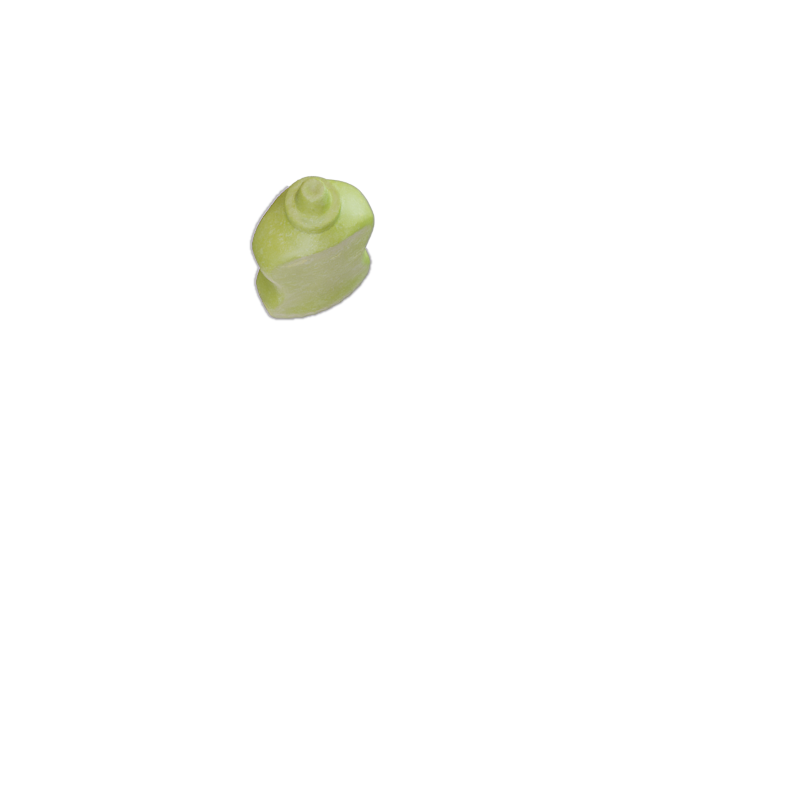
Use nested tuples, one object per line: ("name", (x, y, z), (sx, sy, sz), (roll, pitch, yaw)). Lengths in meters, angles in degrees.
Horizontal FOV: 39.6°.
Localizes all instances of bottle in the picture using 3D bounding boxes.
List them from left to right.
("bottle", (-0.067, -0.122, 0.855), (0.096, 0.061, 0.184), (-24, -12, -10))
